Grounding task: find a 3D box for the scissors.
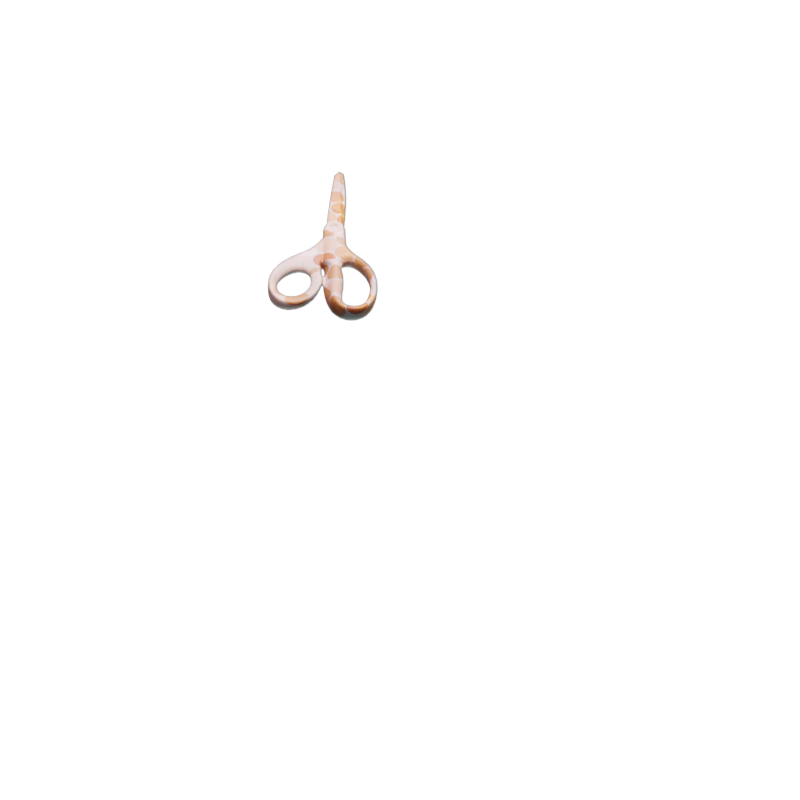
[{"bbox_3d":[-0.073,-0.133,0.935,0.095,0.015,0.218,-9,42,-10],"label":"scissors"}]
